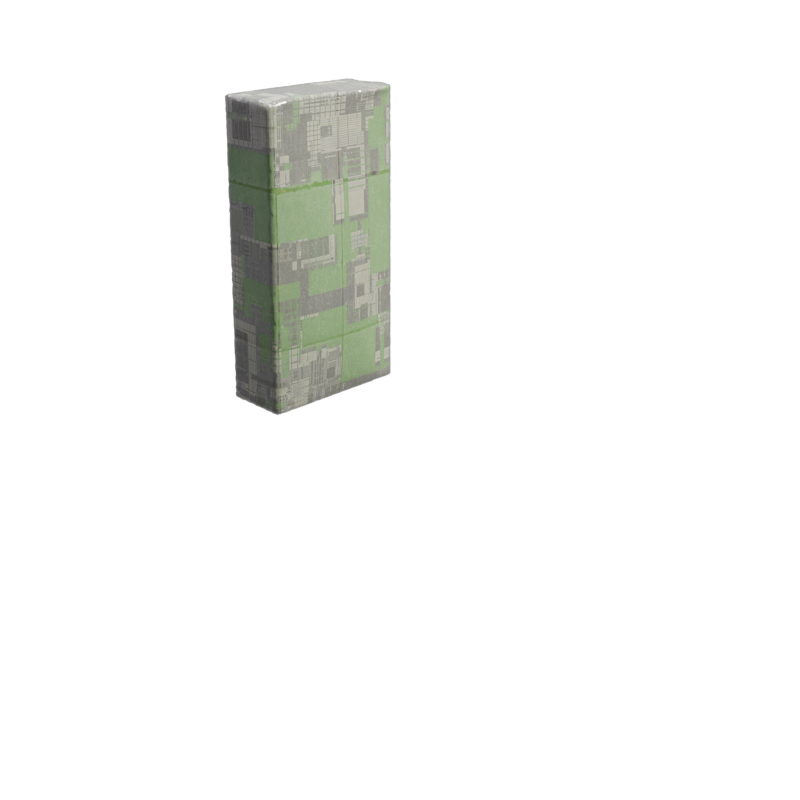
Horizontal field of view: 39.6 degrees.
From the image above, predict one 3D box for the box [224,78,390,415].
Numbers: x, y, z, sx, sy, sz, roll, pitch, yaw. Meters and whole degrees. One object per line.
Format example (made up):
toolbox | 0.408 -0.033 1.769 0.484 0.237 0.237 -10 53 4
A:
box | -0.049 -0.090 0.632 0.092 0.169 0.051 -17 26 -42
